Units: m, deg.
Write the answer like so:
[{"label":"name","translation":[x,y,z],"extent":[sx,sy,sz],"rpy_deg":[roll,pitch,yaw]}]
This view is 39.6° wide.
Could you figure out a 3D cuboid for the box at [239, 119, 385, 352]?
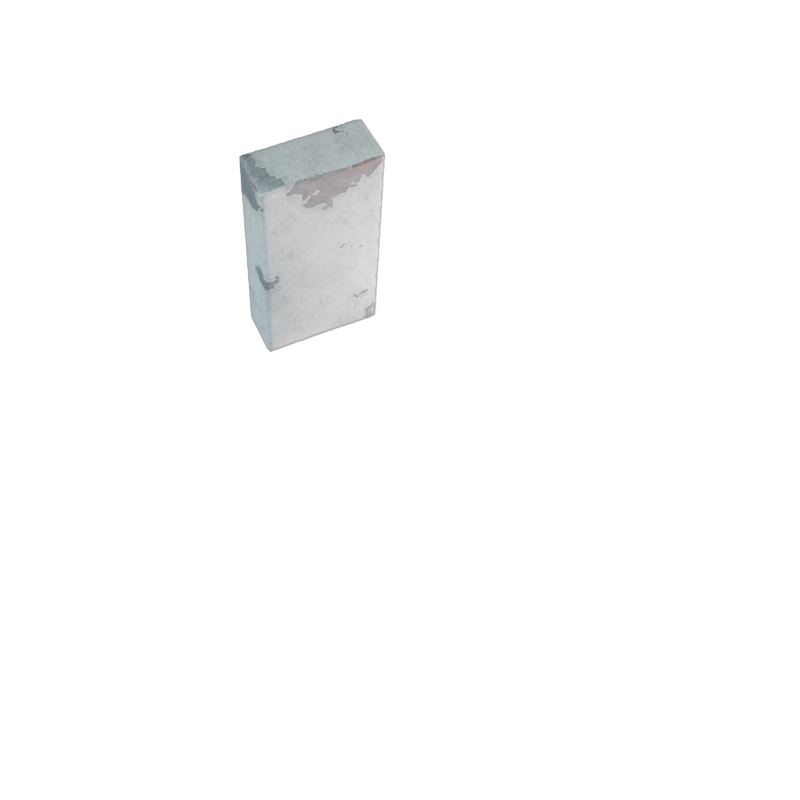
[{"label":"box","translation":[-0.062,-0.113,0.795],"extent":[0.093,0.052,0.165],"rpy_deg":[-20,-30,-16]}]
